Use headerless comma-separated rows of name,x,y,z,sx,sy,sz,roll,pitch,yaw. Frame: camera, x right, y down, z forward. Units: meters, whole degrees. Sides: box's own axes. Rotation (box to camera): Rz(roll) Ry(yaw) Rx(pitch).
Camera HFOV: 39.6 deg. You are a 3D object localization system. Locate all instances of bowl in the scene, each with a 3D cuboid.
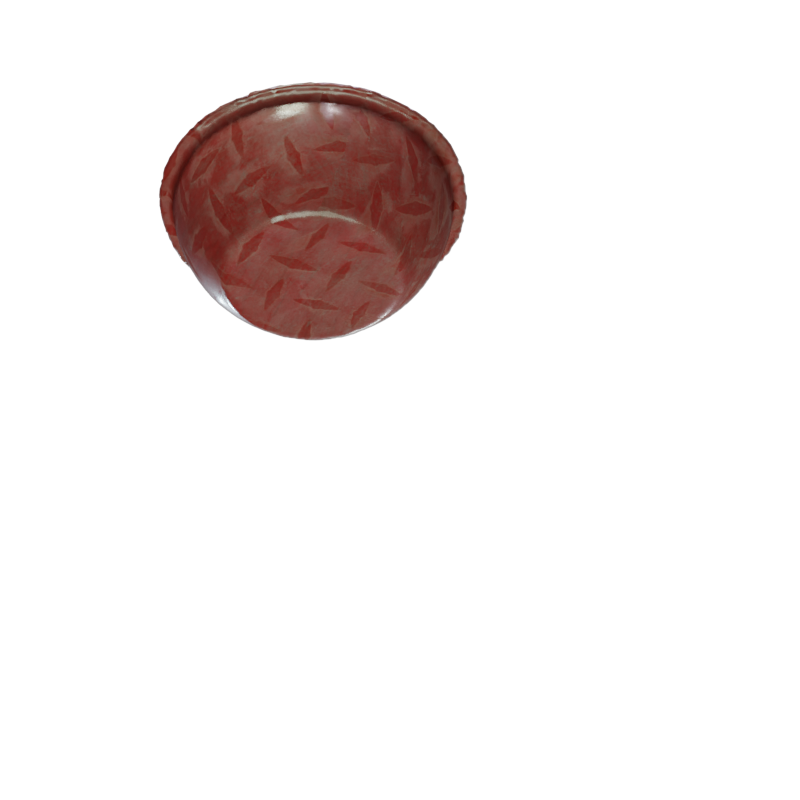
bowl,-0.044,-0.081,0.565,0.162,0.059,0.151,1,-42,-1
